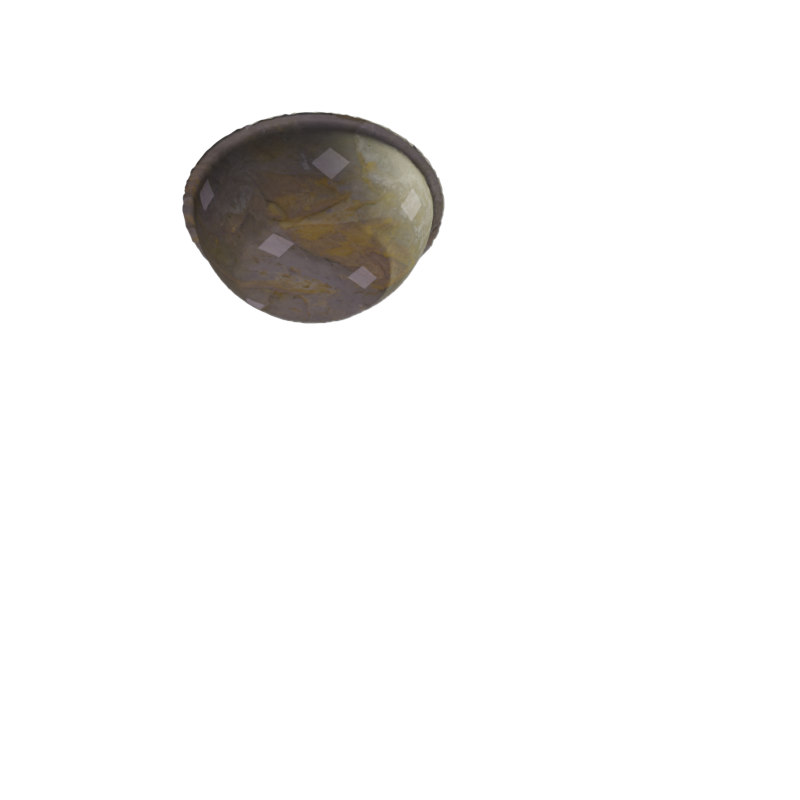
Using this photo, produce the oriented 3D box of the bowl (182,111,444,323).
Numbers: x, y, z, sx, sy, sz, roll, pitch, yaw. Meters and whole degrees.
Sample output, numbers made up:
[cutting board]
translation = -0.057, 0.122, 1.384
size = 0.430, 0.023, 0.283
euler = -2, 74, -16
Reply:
[bowl]
translation = -0.052, -0.095, 0.668
size = 0.162, 0.059, 0.151
euler = 1, -39, -1
